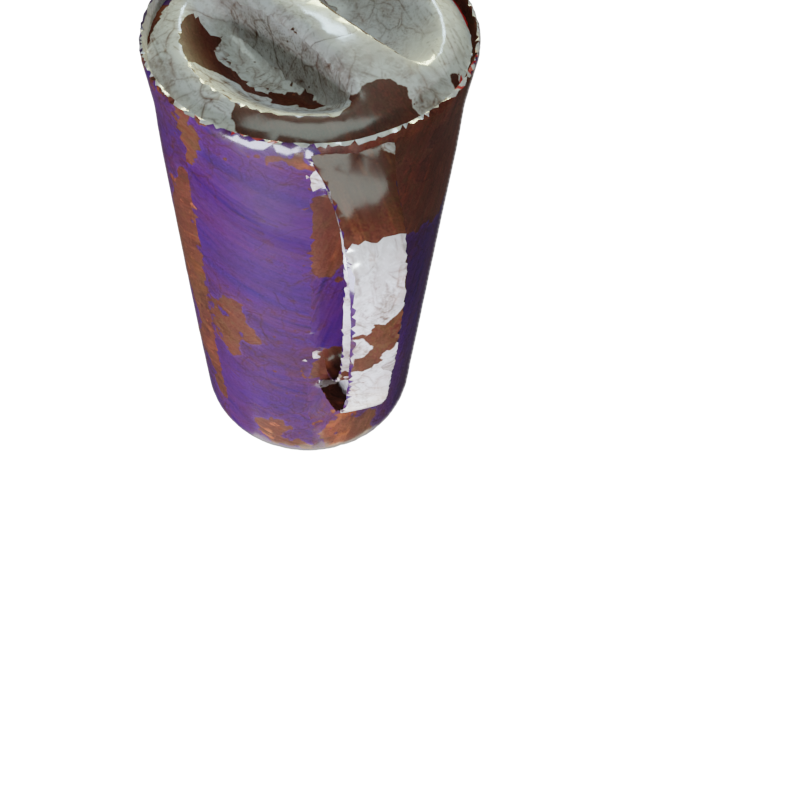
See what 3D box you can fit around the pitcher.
[{"bbox_3d":[-0.040,-0.073,0.511,0.150,0.154,0.227,24,-35,15],"label":"pitcher"}]
